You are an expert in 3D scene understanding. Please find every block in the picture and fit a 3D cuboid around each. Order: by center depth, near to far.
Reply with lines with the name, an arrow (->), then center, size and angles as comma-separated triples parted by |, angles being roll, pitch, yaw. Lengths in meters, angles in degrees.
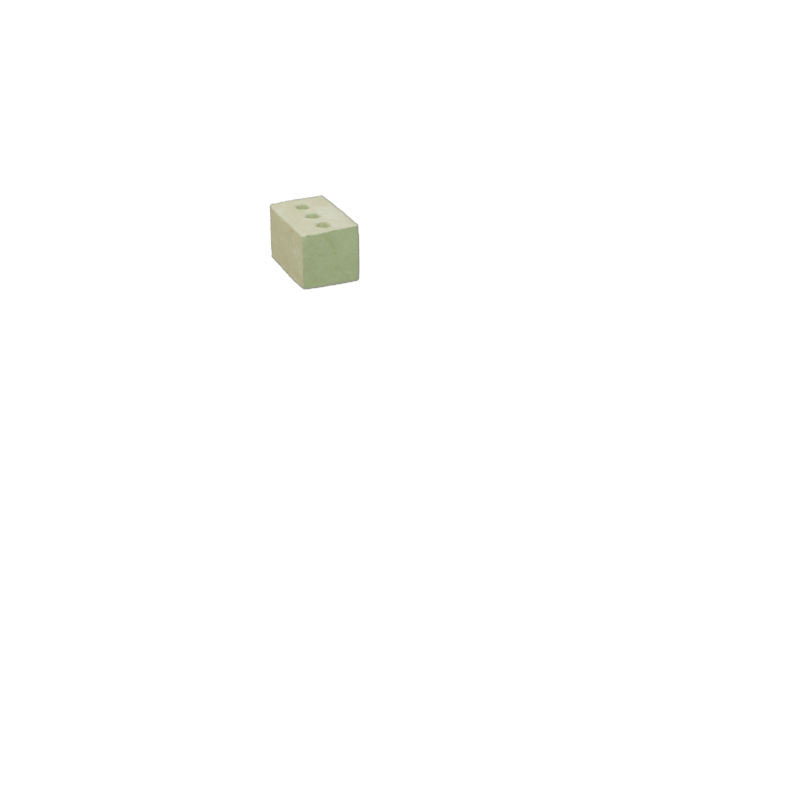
block -> -0.074, -0.136, 0.950 | 0.052, 0.048, 0.084 | -12, 31, -23
